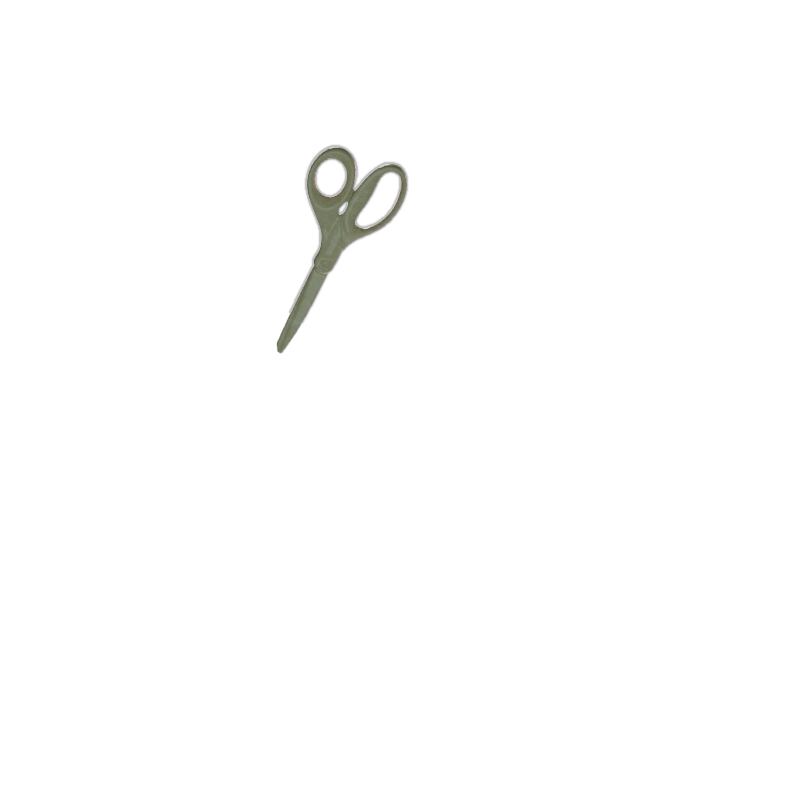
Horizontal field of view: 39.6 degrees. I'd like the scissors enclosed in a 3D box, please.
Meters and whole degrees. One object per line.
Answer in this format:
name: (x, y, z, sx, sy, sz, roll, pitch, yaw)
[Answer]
scissors: (-0.077, -0.140, 0.983, 0.093, 0.199, 0.016, 41, 13, -12)
